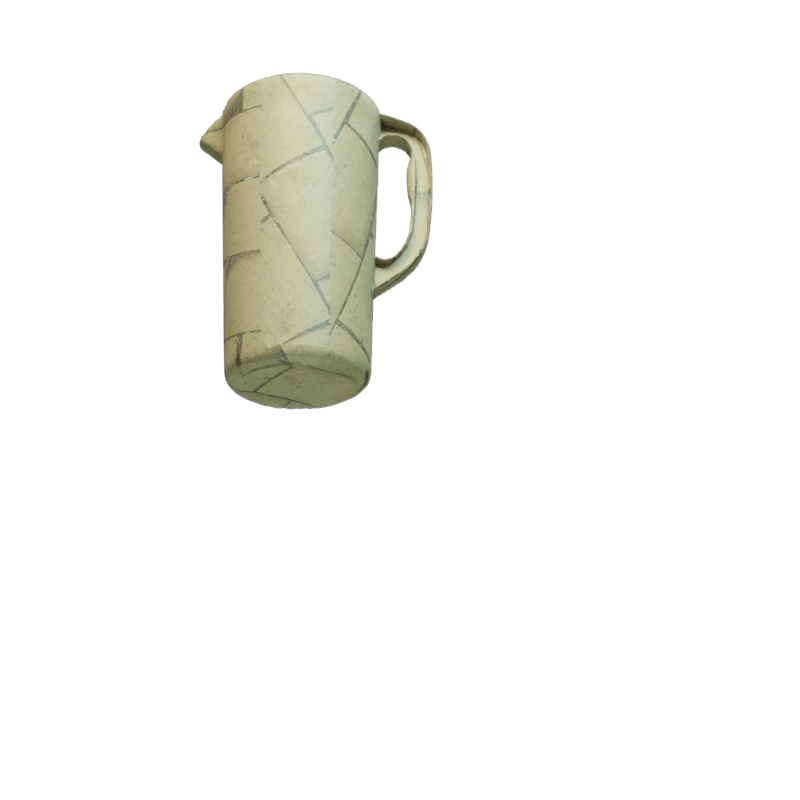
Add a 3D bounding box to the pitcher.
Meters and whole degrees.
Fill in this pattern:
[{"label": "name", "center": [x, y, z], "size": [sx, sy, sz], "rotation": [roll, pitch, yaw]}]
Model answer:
[{"label": "pitcher", "center": [-0.067, -0.123, 0.862], "size": [0.136, 0.258, 0.150], "rotation": [22, -35, -40]}]
